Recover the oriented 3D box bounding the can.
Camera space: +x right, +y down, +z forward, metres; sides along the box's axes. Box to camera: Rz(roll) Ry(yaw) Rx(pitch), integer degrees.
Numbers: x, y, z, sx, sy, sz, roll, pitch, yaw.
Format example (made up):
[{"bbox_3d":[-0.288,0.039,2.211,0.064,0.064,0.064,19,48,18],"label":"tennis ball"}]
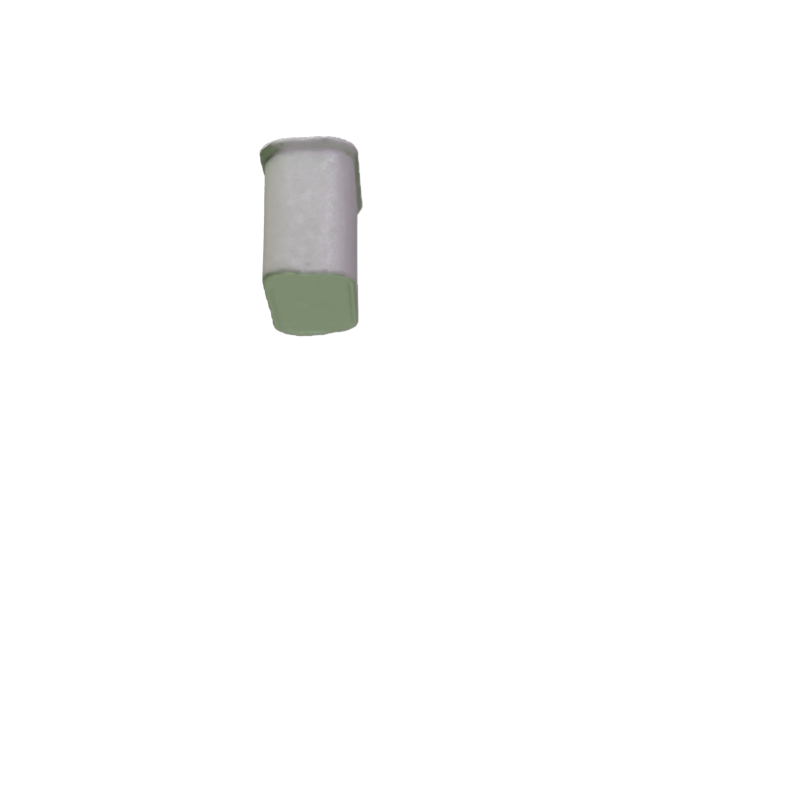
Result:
[{"bbox_3d":[-0.051,-0.093,0.652,0.058,0.088,0.097,-2,-20,1],"label":"can"}]
